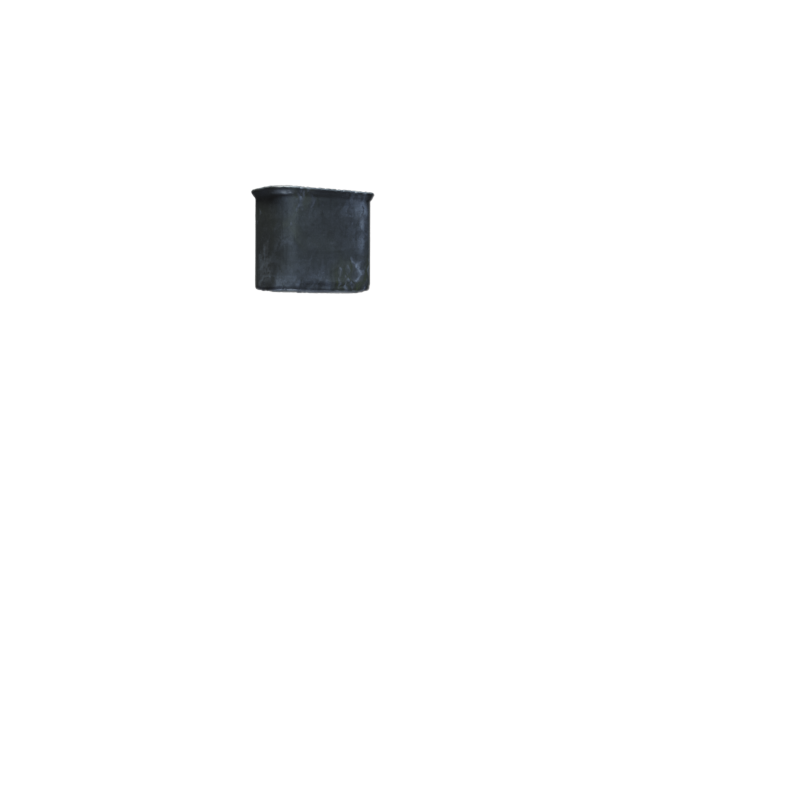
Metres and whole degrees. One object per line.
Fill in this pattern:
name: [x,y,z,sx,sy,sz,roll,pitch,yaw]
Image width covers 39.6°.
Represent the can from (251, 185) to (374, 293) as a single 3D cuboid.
can: [-0.072,-0.131,0.918,0.098,0.084,0.059,0,-1,-34]
